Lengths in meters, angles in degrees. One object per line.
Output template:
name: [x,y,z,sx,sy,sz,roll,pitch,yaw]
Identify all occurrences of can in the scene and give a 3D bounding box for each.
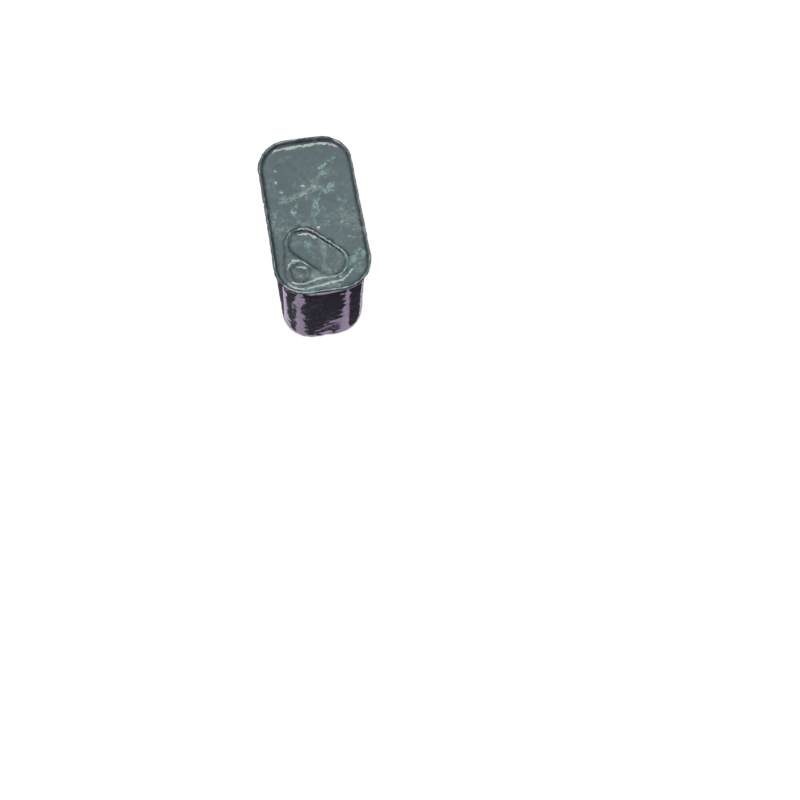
can: [-0.054,-0.098,0.689,0.057,0.108,0.080,-9,-21,-6]
